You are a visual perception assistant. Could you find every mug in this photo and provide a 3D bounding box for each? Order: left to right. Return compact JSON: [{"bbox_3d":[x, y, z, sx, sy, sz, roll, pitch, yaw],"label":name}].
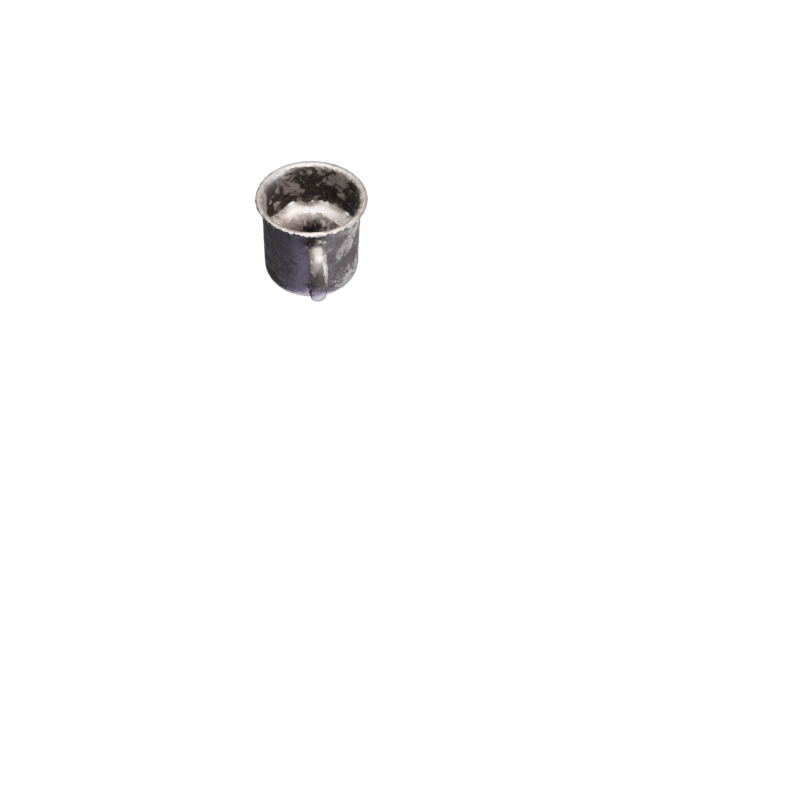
[{"bbox_3d":[-0.073,-0.133,0.934,0.092,0.126,0.076,-7,-41,-8],"label":"mug"}]
